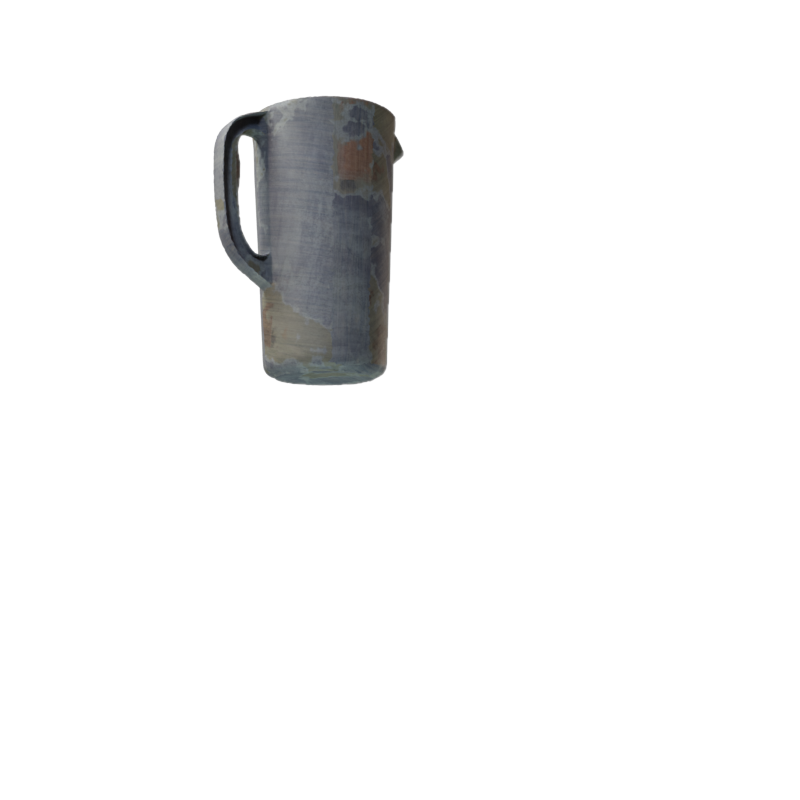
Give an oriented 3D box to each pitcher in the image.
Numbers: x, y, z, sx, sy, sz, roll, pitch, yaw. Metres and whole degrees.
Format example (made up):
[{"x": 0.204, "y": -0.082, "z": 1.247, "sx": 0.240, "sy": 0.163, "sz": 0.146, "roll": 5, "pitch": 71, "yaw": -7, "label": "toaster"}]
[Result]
[{"x": -0.077, "y": -0.141, "z": 0.986, "sx": 0.151, "sy": 0.251, "sz": 0.138, "roll": -4, "pitch": -13, "yaw": 12, "label": "pitcher"}]
